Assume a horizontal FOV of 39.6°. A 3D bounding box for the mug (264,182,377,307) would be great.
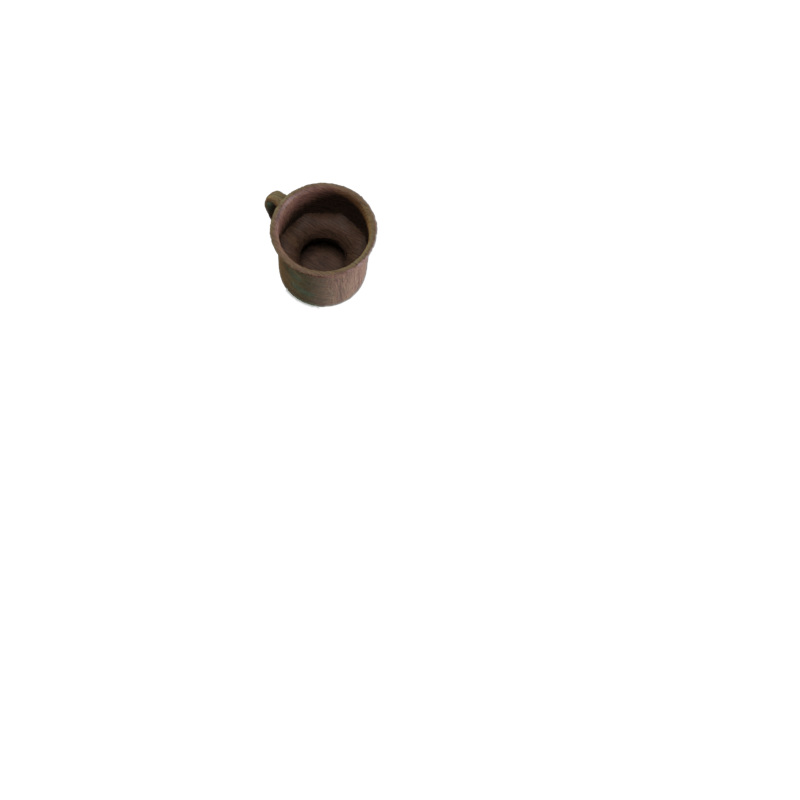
[{"bbox_3d":[-0.078,-0.142,0.995,0.122,0.094,0.077,39,-20,15],"label":"mug"}]
